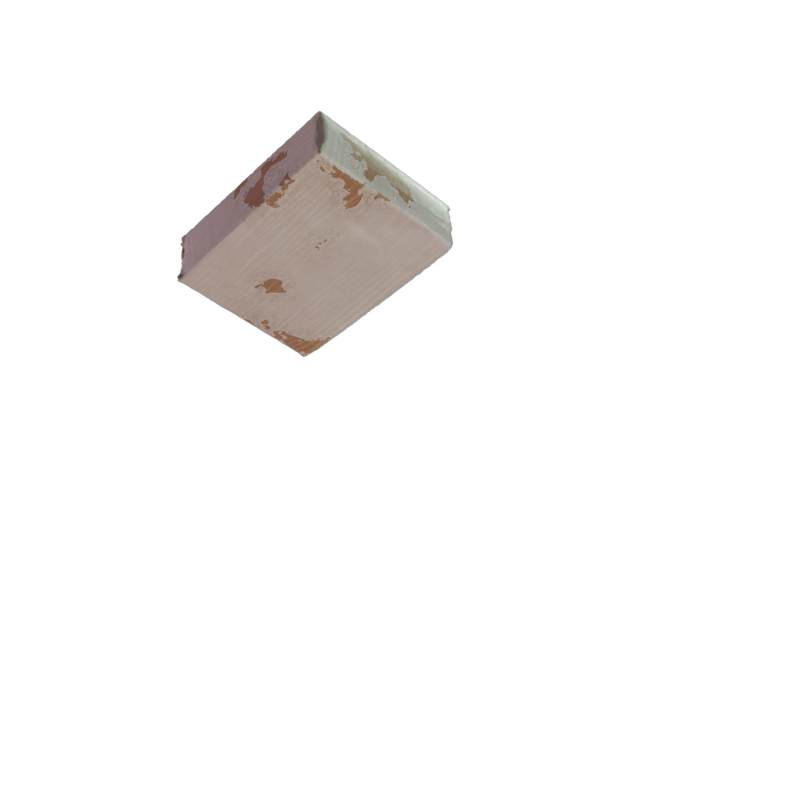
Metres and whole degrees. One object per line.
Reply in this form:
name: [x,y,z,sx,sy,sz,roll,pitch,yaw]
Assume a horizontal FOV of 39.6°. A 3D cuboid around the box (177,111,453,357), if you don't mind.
box: [-0.044,-0.080,0.560,0.085,0.042,0.112,35,-56,-29]
